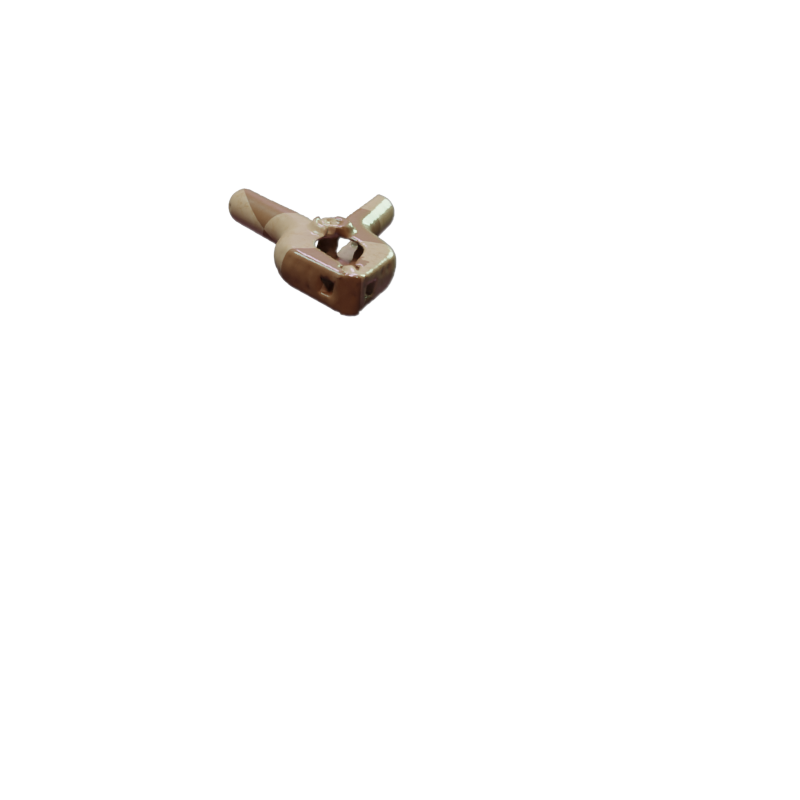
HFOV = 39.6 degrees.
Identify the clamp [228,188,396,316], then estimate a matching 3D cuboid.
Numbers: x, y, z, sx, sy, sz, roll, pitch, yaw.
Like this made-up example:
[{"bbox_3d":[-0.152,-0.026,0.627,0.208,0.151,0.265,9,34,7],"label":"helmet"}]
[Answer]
[{"bbox_3d":[-0.058,-0.106,0.742,0.120,0.037,0.181,-1,26,-3],"label":"clamp"}]
